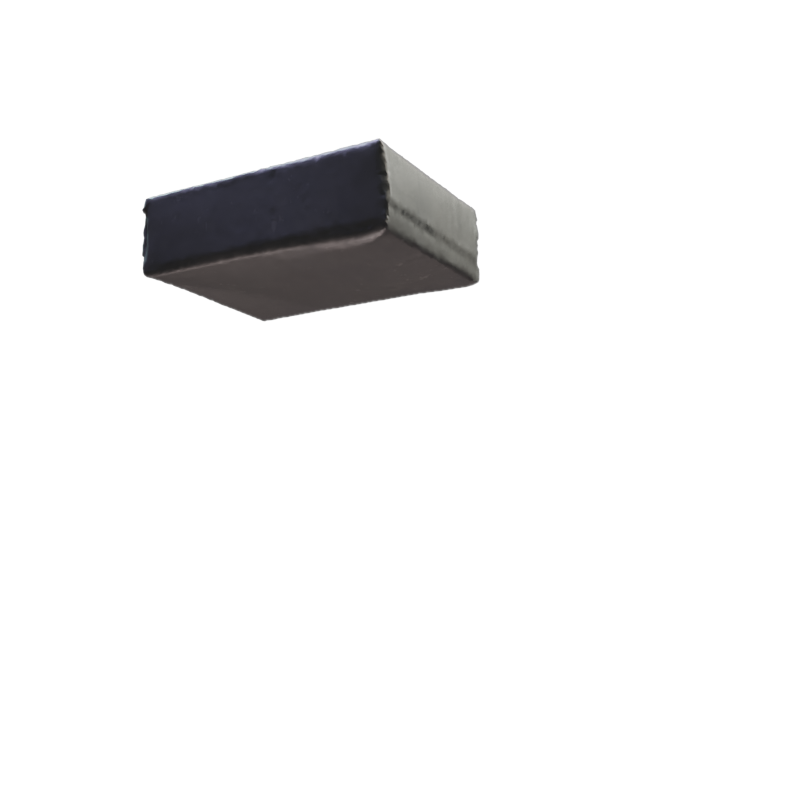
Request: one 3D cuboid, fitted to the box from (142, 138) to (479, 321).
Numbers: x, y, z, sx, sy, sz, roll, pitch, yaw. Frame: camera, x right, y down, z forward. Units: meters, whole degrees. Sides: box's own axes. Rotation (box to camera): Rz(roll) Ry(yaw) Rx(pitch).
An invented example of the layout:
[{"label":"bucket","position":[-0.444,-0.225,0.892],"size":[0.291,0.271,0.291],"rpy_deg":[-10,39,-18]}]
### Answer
[{"label":"box","position":[-0.036,-0.066,0.459],"size":[0.116,0.040,0.085],"rpy_deg":[-6,-12,28]}]
